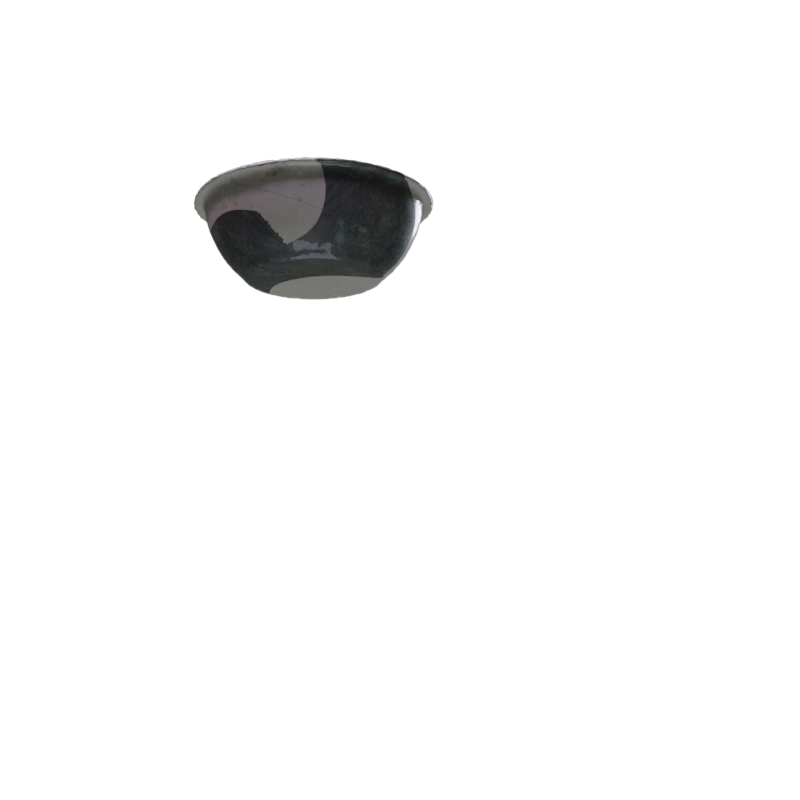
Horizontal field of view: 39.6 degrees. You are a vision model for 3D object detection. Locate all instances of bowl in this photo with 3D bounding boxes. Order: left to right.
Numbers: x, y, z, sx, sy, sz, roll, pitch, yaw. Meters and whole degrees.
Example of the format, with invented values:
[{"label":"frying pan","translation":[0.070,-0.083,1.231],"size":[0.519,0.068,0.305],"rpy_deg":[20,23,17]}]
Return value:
[{"label":"bowl","translation":[-0.058,-0.106,0.743],"size":[0.162,0.057,0.156],"rpy_deg":[0,-13,-2]}]
